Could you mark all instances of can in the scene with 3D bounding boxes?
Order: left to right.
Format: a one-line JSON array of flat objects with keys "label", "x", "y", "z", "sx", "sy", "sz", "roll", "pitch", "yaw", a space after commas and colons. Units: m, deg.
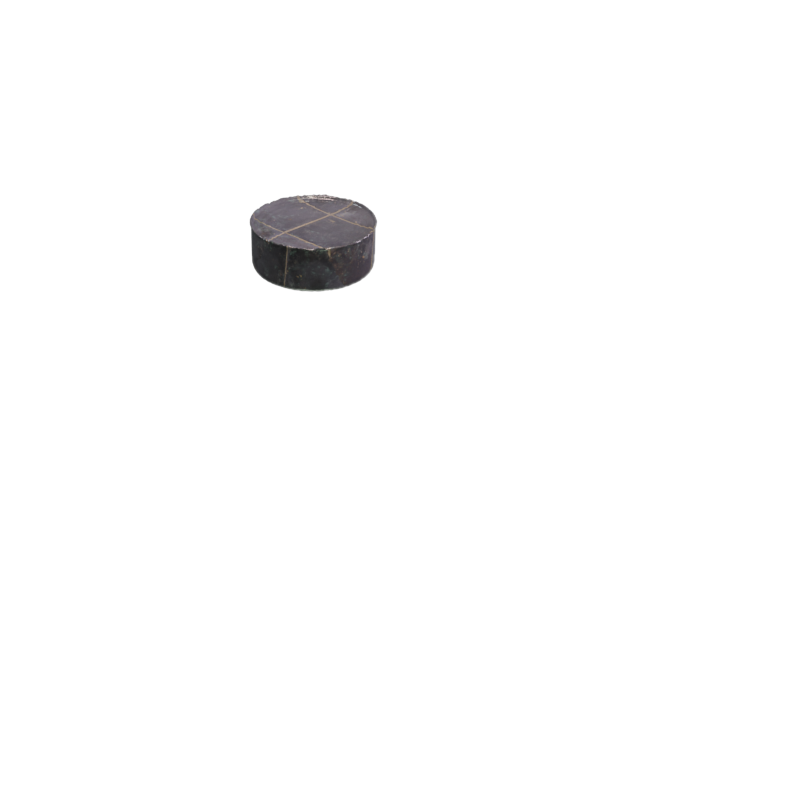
[{"label": "can", "x": -0.059, "y": -0.108, "z": 0.755, "sx": 0.086, "sy": 0.032, "sz": 0.091, "roll": -1, "pitch": 32, "yaw": -2}]
